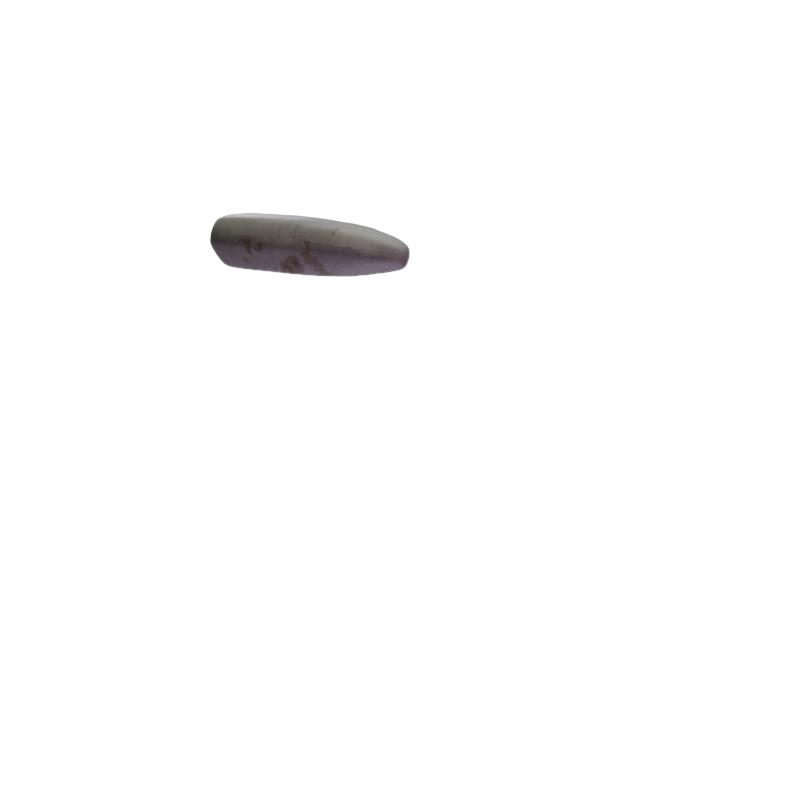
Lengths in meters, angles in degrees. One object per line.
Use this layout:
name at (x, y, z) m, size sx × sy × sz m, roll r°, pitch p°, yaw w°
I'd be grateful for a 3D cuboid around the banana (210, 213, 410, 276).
banana at (-0.074, -0.101, 0.710) m, size 0.067 × 0.036 × 0.207 m, roll -5°, pitch 11°, yaw -31°
